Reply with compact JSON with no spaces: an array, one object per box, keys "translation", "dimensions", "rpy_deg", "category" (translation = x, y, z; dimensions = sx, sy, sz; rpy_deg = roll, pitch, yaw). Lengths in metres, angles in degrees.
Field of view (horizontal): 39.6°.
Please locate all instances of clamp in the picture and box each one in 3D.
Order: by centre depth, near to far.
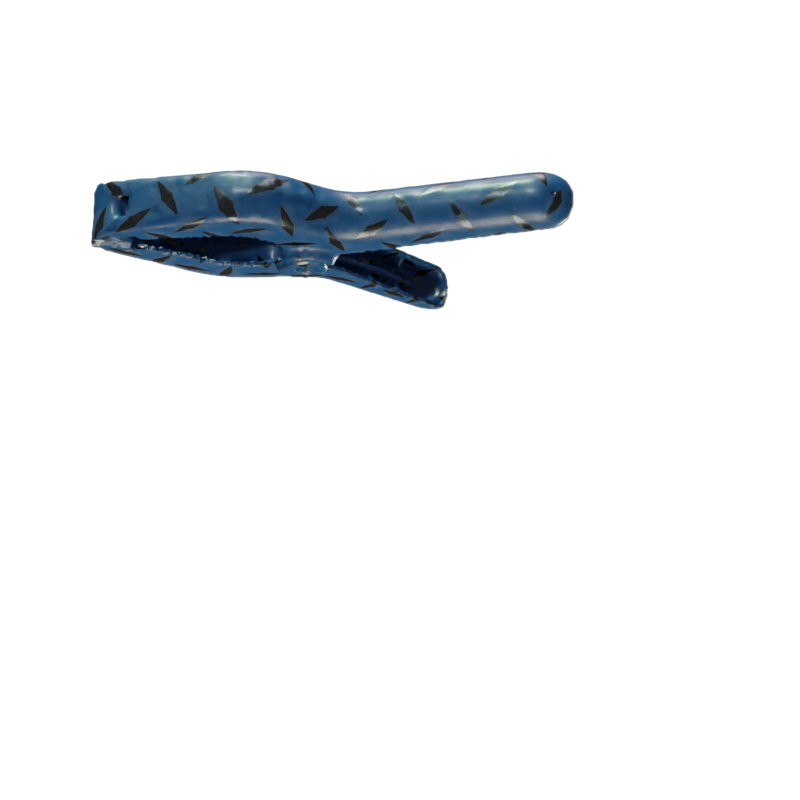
[{"translation":[-0.042,-0.077,0.542],"dimensions":[0.207,0.038,0.160],"rpy_deg":[2,-12,-9],"category":"clamp"}]
